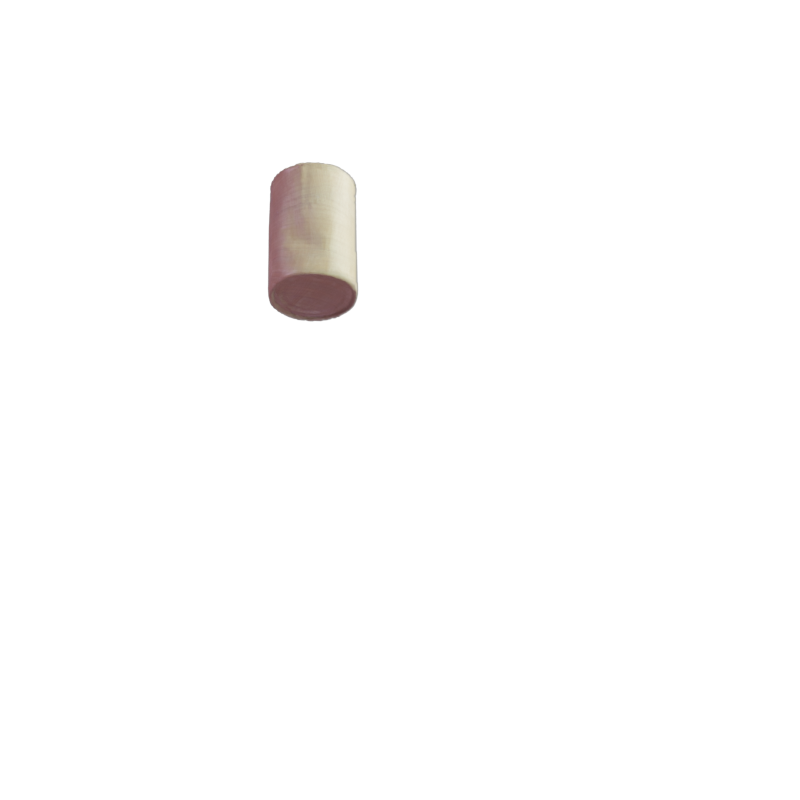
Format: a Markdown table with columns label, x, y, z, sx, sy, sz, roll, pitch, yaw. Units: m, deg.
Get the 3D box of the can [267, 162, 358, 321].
| label | x | y | z | sx | sy | sz | roll | pitch | yaw |
| --- | --- | --- | --- | --- | --- | --- | --- | --- | --- |
| can | -0.066 | -0.120 | 0.838 | 0.068 | 0.109 | 0.064 | -1 | -33 | -2 |
